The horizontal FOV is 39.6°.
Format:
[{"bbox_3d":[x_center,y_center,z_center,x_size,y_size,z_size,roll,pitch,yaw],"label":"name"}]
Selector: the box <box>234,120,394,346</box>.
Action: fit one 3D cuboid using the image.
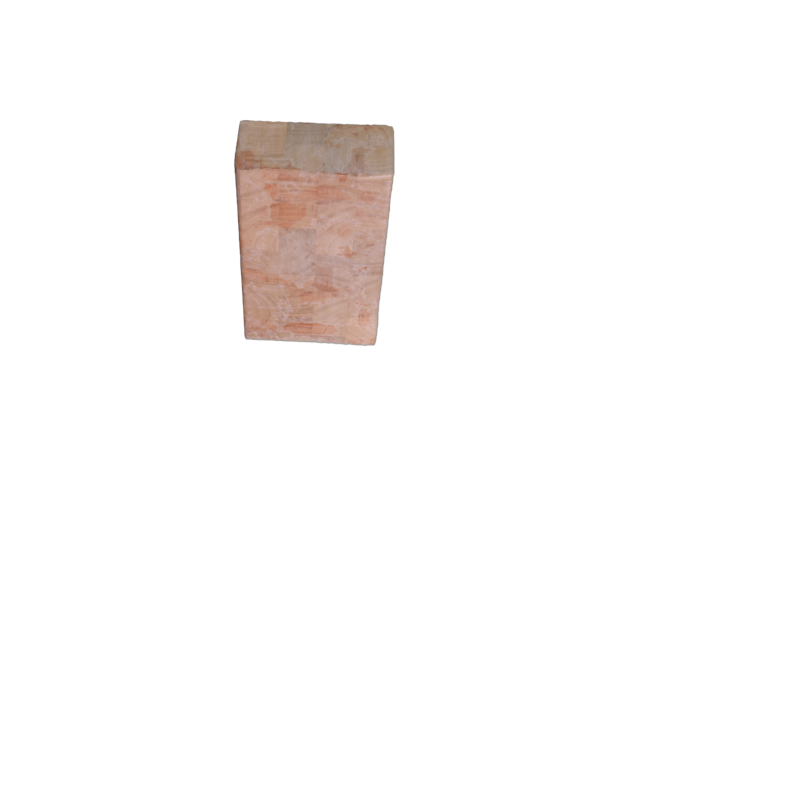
[{"bbox_3d":[-0.055,-0.100,0.700,0.093,0.051,0.165,3,-31,-2],"label":"box"}]
